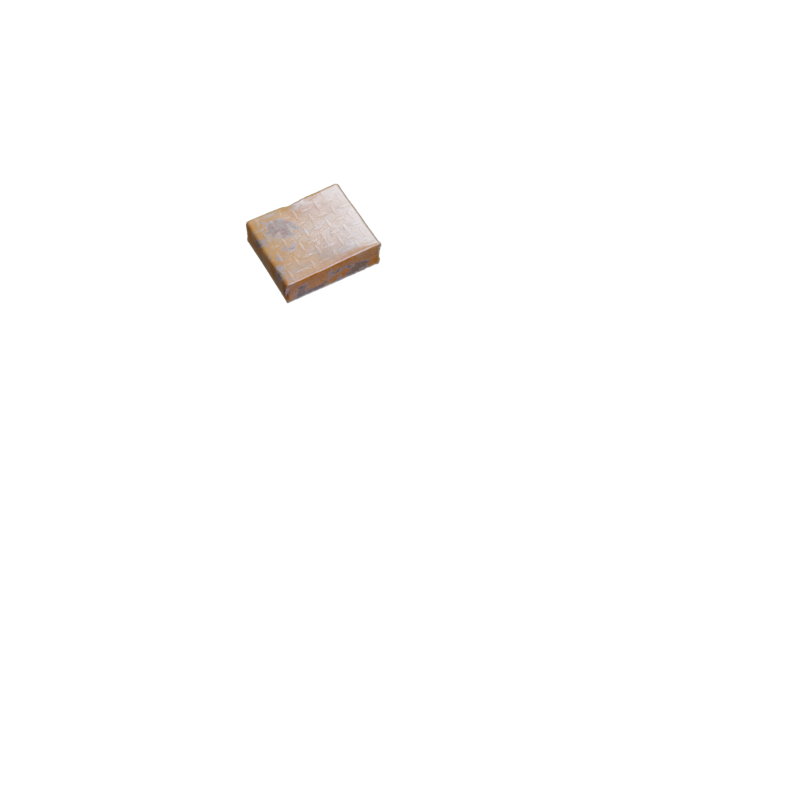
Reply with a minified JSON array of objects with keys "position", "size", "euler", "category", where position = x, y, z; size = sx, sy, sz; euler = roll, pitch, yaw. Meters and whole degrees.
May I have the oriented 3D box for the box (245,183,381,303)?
[{"position":[-0.071,-0.130,0.907],"size":[0.089,0.078,0.028],"euler":[-25,-29,-16],"category":"box"}]
